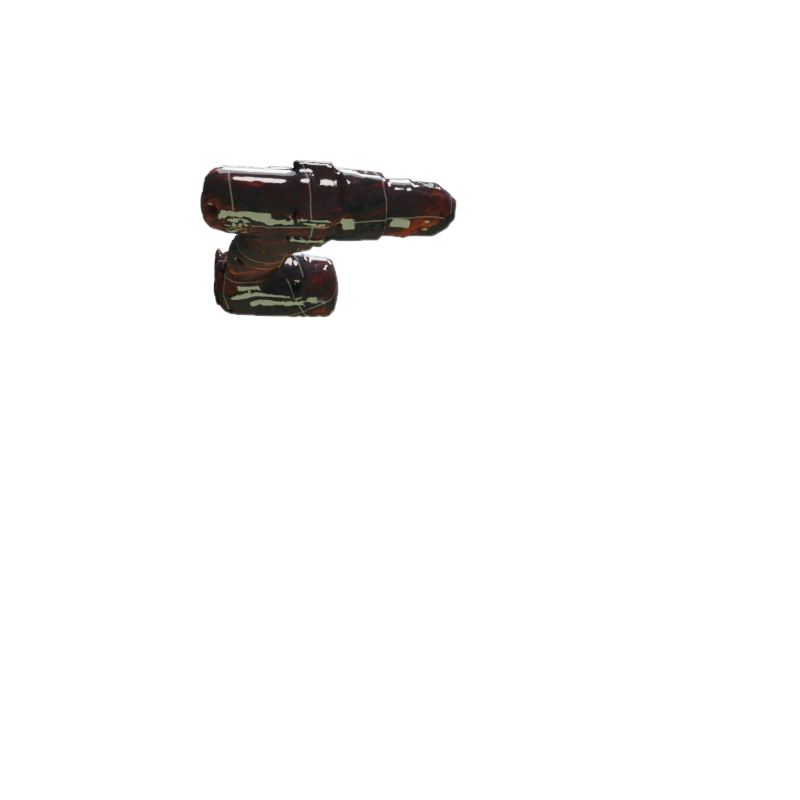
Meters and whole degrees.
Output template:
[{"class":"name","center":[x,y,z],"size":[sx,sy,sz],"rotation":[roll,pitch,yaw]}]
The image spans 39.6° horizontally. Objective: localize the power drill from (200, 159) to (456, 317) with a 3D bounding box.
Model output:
[{"class":"power drill","center":[-0.067,-0.122,0.853],"size":[0.181,0.060,0.181],"rotation":[4,-20,-12]}]
